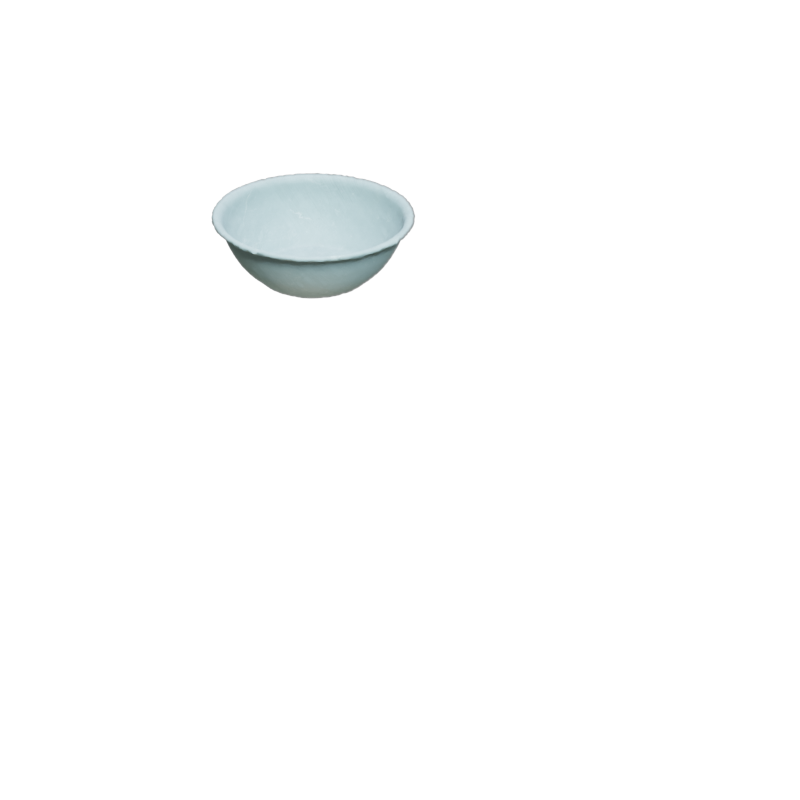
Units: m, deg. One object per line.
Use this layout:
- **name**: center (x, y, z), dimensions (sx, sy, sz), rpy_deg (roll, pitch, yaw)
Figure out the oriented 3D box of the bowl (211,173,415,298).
- **bowl**: center (-0.070, -0.128, 0.894), dimensions (0.162, 0.052, 0.173), rpy_deg (-1, 33, -2)
